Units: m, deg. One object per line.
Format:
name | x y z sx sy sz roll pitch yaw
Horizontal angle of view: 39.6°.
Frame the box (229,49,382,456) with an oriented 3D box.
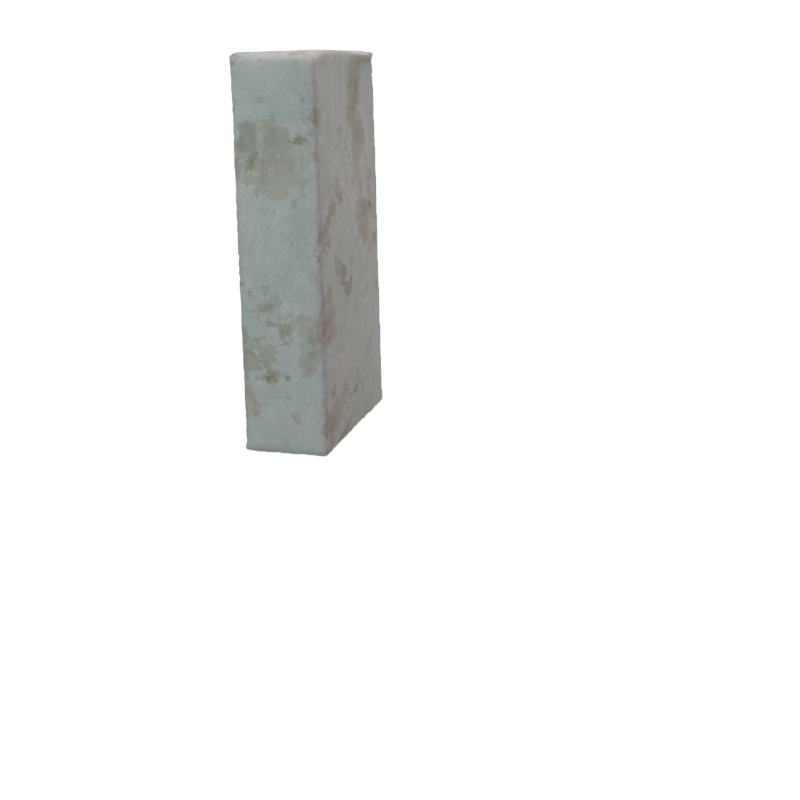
box | -0.040 -0.074 0.517 0.049 0.172 0.094 4 12 15
